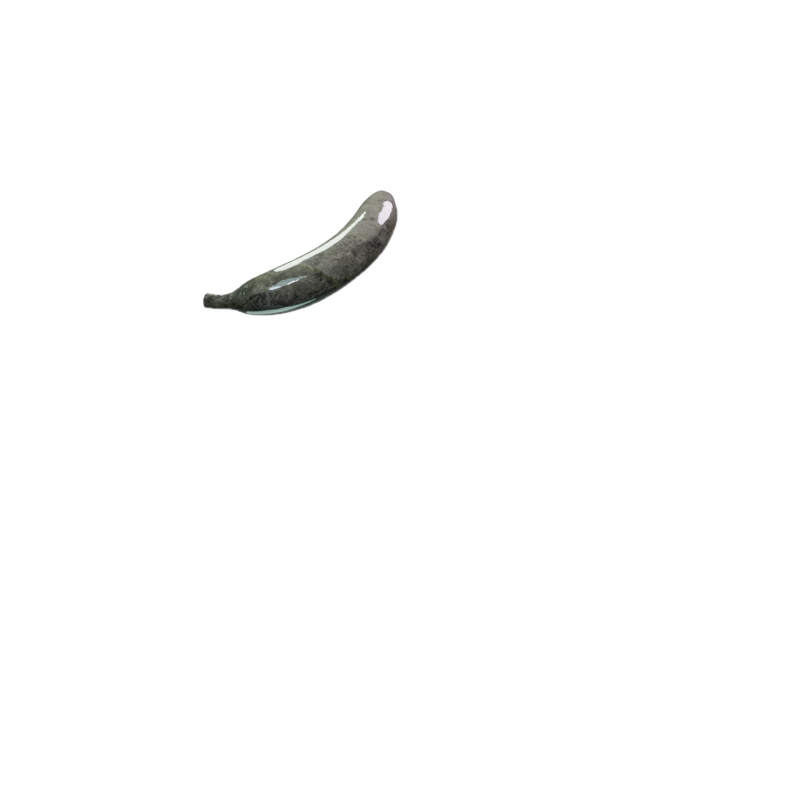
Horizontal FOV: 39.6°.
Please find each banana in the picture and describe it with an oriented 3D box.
[{"bbox_3d":[-0.057,-0.113,0.857,0.074,0.034,0.198,32,50,31],"label":"banana"}]
